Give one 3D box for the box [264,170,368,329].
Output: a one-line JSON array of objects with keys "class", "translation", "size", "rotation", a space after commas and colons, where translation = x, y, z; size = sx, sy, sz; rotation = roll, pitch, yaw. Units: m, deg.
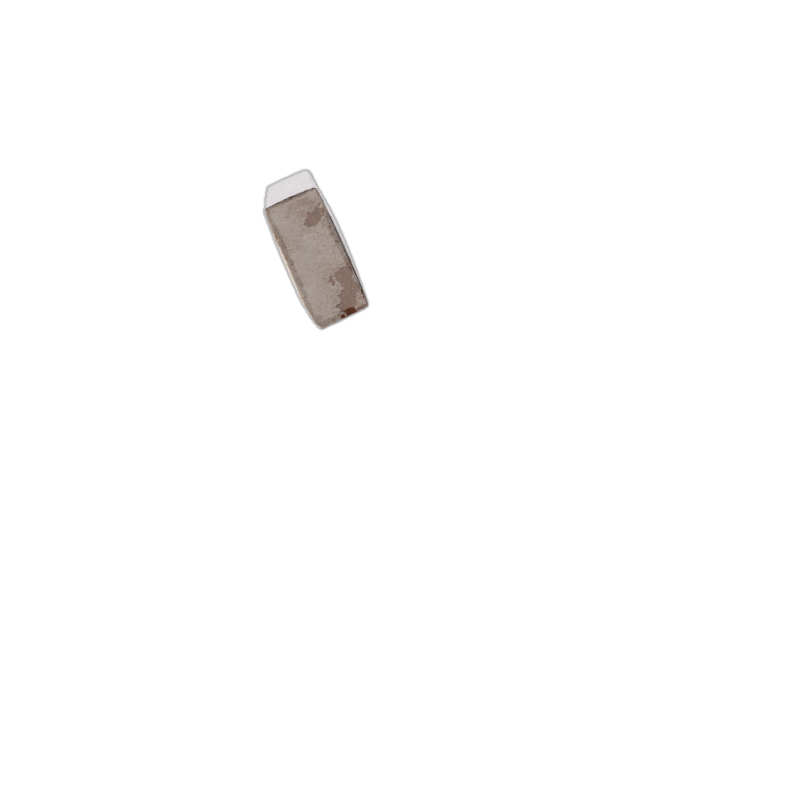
[{"class": "box", "translation": [-0.065, -0.119, 0.832], "size": [0.048, 0.090, 0.182], "rotation": [-23, 16, 3]}]
